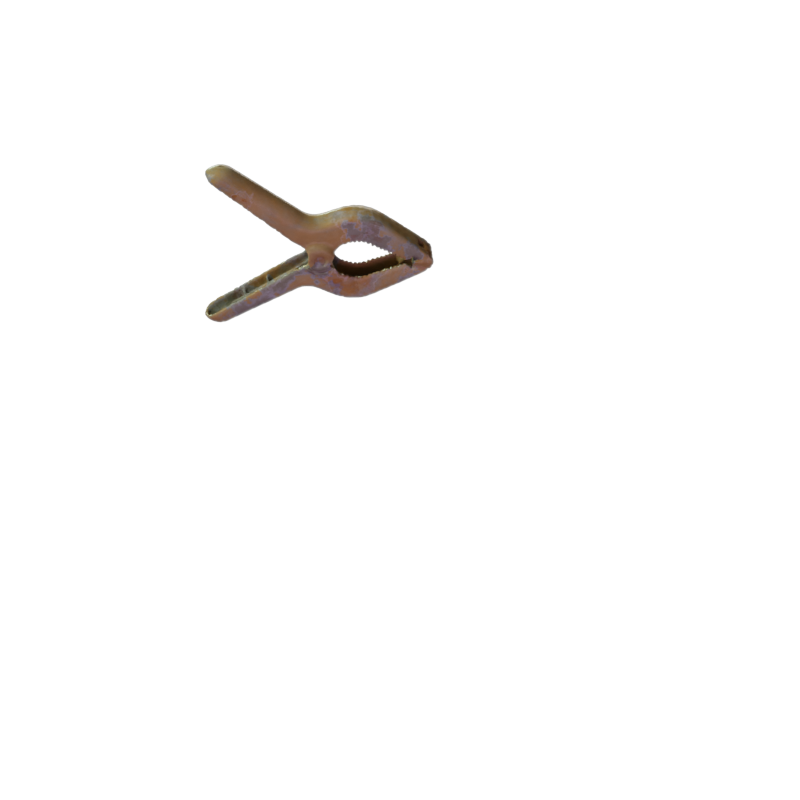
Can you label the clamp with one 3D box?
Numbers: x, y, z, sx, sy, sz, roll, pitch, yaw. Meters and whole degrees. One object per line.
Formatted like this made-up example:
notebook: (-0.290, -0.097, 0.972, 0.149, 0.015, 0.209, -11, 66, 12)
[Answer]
clamp: (-0.077, -0.140, 0.980, 0.210, 0.153, 0.039, -2, 40, 2)
